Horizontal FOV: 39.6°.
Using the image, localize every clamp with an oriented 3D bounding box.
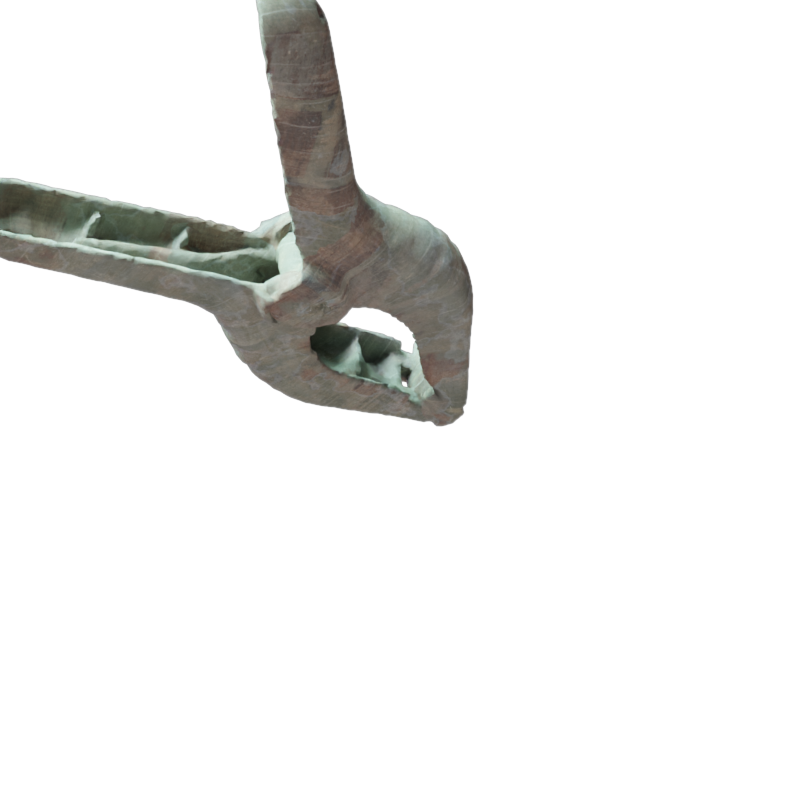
[{"bbox_3d":[-0.026,-0.047,0.330,0.161,0.042,0.119,29,-44,-35],"label":"clamp"}]
